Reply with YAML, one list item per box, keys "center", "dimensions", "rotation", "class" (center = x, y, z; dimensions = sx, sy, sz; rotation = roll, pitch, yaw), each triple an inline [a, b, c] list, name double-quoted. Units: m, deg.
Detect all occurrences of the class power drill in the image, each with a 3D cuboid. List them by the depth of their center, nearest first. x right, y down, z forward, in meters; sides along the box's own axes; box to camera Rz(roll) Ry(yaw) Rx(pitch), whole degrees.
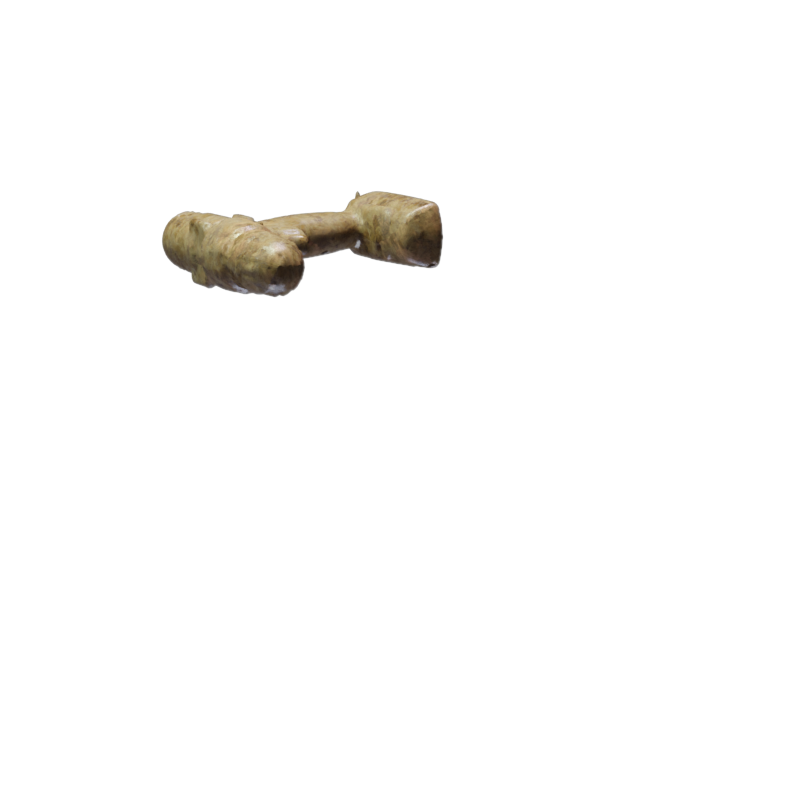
- center: [-0.065, -0.118, 0.826]
  dimensions: [0.183, 0.056, 0.195]
  rotation: [-10, 19, -29]
  class: "power drill"
